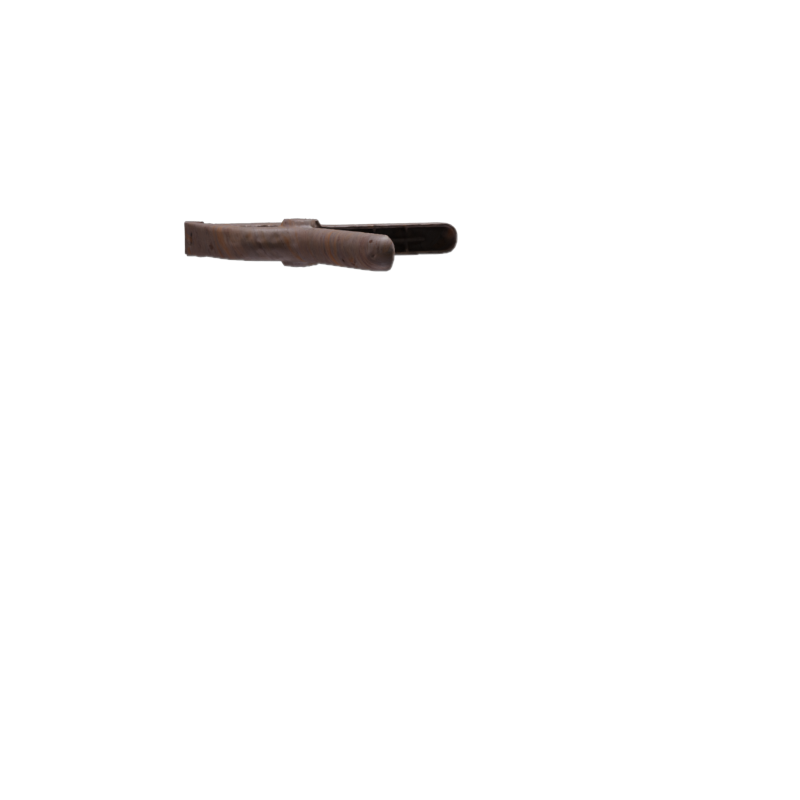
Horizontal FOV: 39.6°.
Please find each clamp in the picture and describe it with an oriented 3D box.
[{"bbox_3d":[-0.067,-0.122,0.851,0.218,0.036,0.161,6,13,28],"label":"clamp"}]
